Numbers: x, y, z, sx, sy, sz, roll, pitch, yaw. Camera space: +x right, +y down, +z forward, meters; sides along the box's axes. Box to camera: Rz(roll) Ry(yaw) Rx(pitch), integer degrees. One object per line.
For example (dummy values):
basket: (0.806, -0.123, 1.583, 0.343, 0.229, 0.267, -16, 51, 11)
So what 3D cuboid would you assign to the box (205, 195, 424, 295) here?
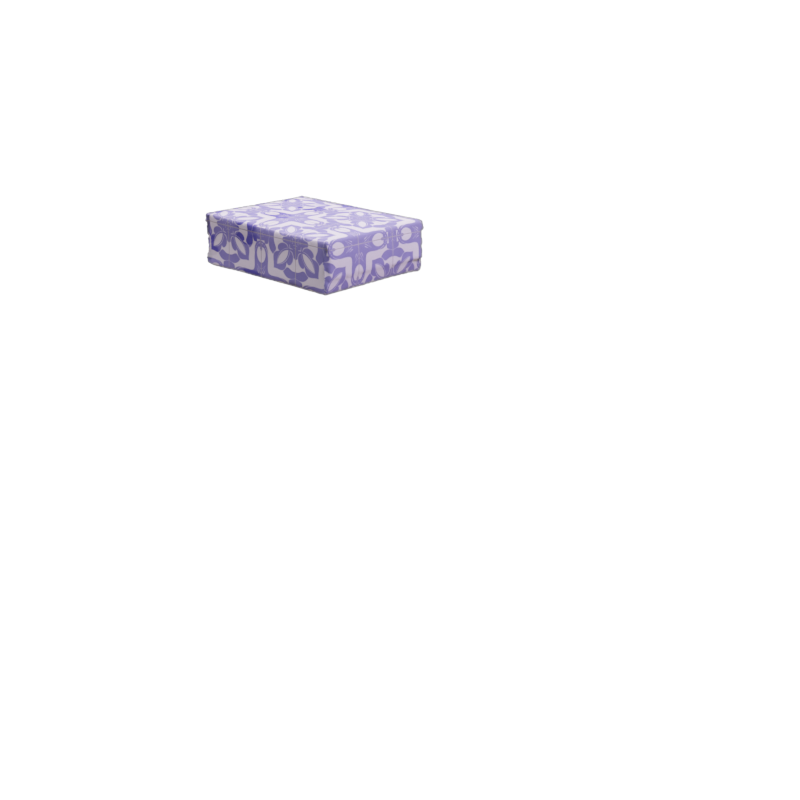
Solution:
box: (-0.056, -0.102, 0.713, 0.120, 0.038, 0.088, 16, 24, 40)
